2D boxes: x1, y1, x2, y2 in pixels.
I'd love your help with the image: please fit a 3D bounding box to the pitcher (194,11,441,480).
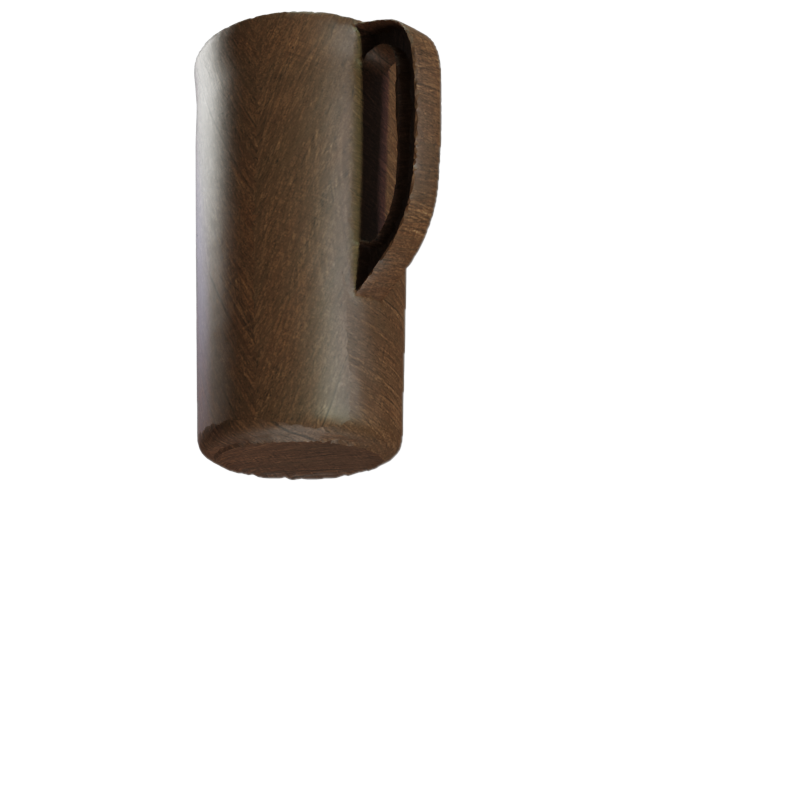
[{"bbox_3d":[-0.048,-0.088,0.617,0.145,0.256,0.141,-2,-21,2],"label":"pitcher"}]
